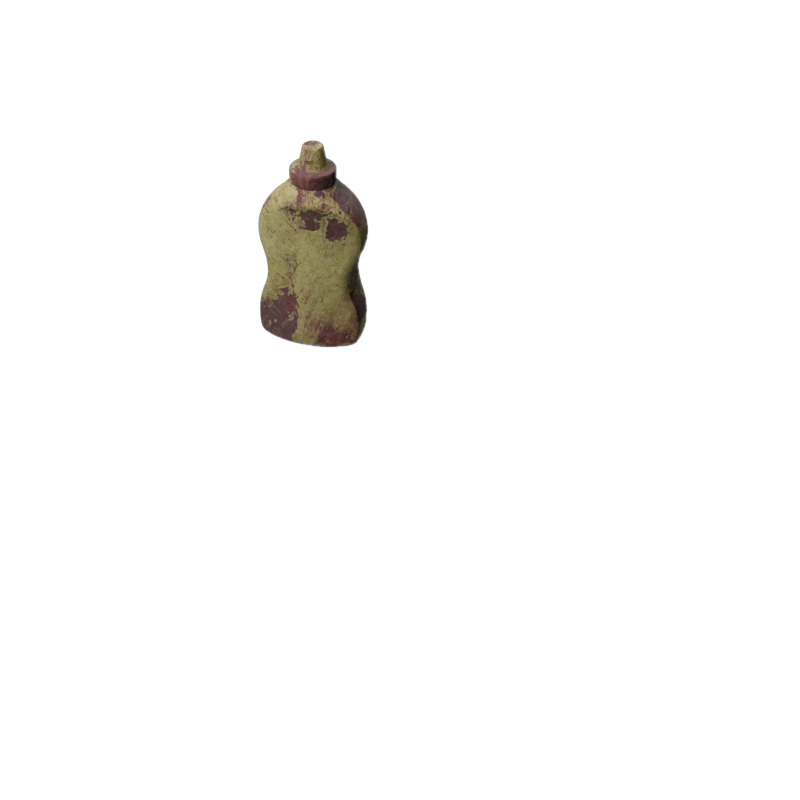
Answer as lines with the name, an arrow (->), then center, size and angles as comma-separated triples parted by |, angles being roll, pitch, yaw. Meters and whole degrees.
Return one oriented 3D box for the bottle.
bottle -> -0.077, -0.140, 0.981 | 0.098, 0.180, 0.061 | 12, 34, 14
